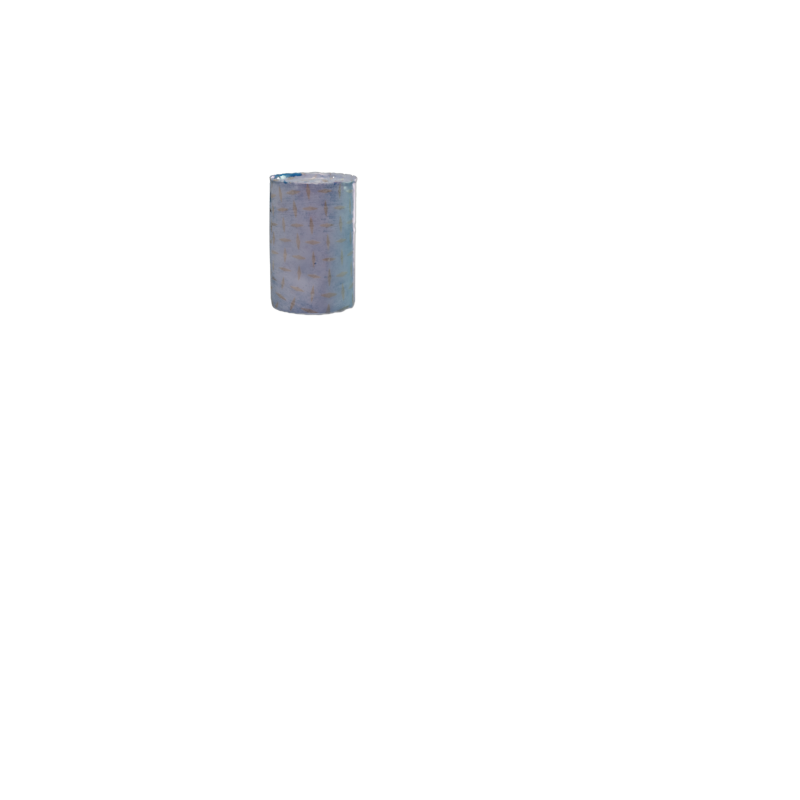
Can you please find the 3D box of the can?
[{"bbox_3d":[-0.067,-0.123,0.860,0.068,0.100,0.071,0,12,-2],"label":"can"}]
